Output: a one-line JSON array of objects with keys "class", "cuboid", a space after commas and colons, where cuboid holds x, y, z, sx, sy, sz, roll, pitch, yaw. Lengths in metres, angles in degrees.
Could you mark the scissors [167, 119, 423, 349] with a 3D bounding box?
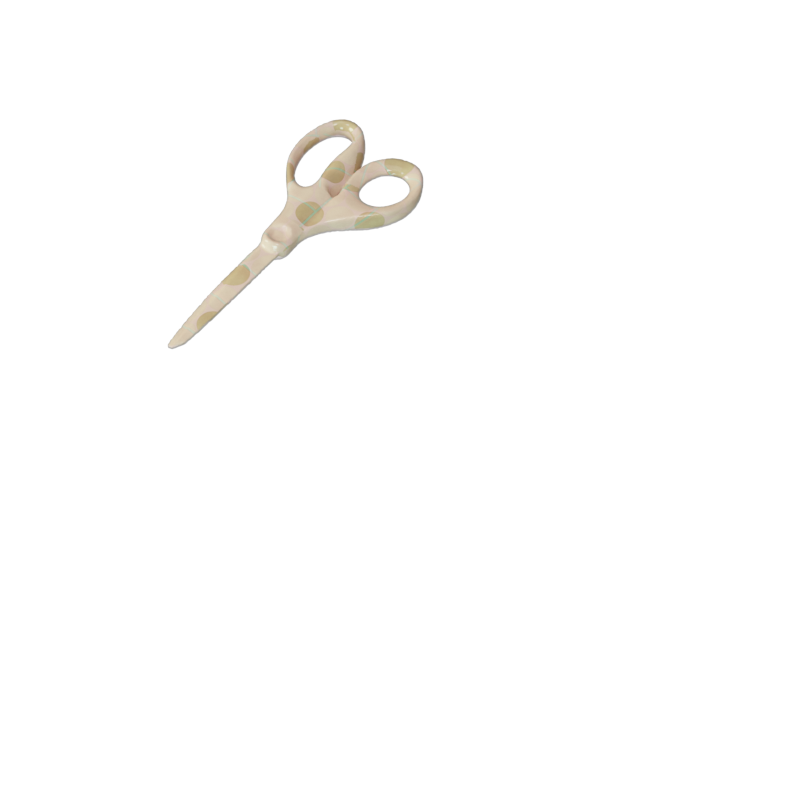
[{"class": "scissors", "cuboid": [-0.052, -0.094, 0.659, 0.098, 0.211, 0.015, 15, -36, 11]}]
